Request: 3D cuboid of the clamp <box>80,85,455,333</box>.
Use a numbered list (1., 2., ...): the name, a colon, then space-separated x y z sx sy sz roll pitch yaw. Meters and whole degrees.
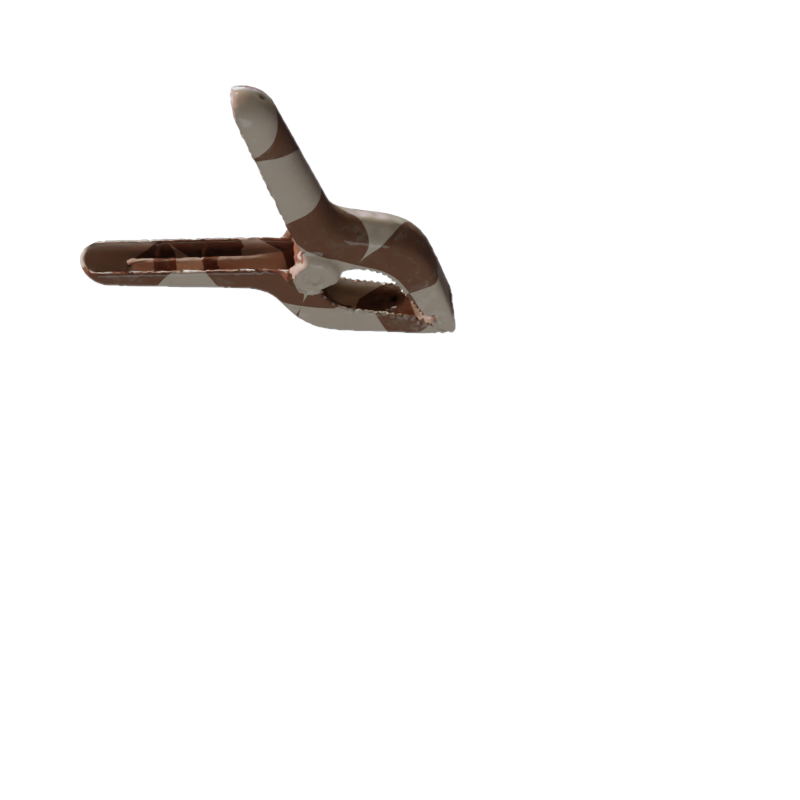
1. clamp: -0.047 -0.085 0.598 0.201 0.039 0.161 17 -36 -26
